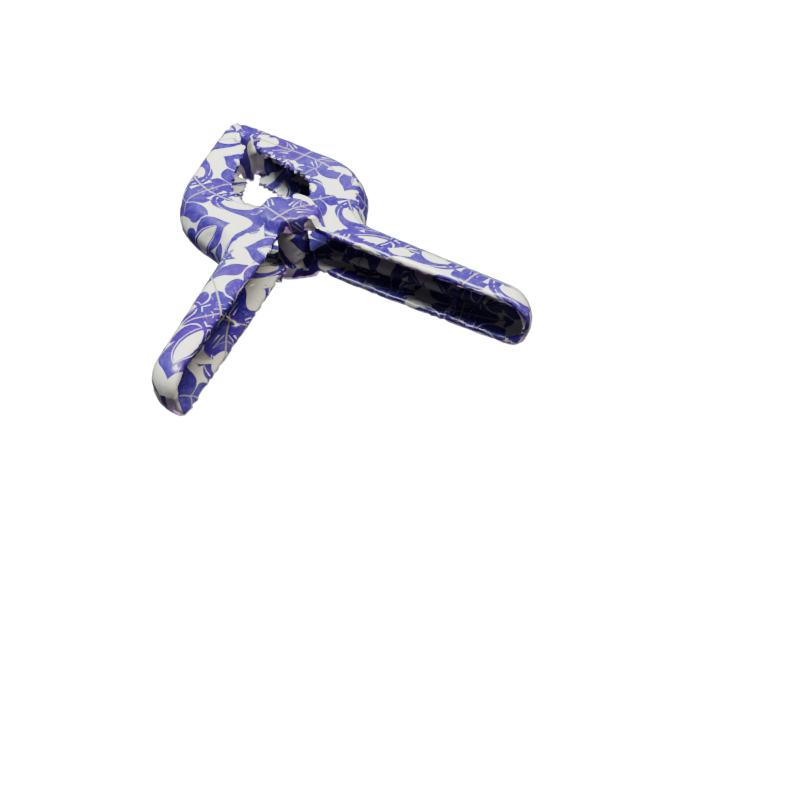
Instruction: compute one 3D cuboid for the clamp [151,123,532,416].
[{"bbox_3d":[-0.042,-0.076,0.534,0.163,0.034,0.227,-8,39,-10],"label":"clamp"}]
